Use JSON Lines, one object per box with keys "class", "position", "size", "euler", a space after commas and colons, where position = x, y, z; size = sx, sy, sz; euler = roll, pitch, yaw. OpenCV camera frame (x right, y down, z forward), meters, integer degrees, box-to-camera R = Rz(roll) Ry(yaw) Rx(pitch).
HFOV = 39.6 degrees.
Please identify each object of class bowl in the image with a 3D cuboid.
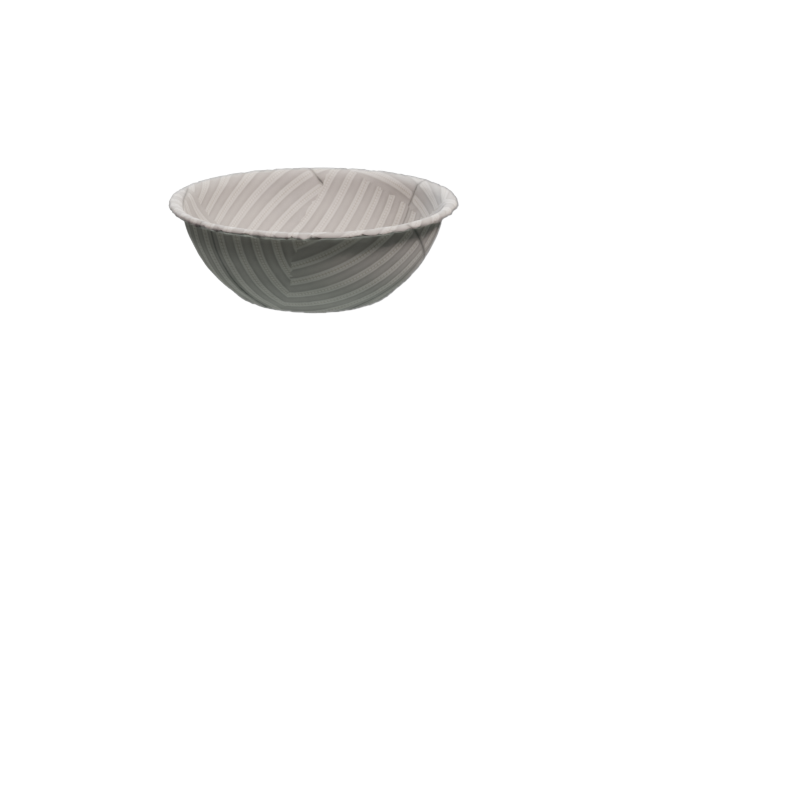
{"class": "bowl", "position": [-0.049, -0.090, 0.629], "size": [0.162, 0.053, 0.170], "euler": [-1, 23, -2]}
